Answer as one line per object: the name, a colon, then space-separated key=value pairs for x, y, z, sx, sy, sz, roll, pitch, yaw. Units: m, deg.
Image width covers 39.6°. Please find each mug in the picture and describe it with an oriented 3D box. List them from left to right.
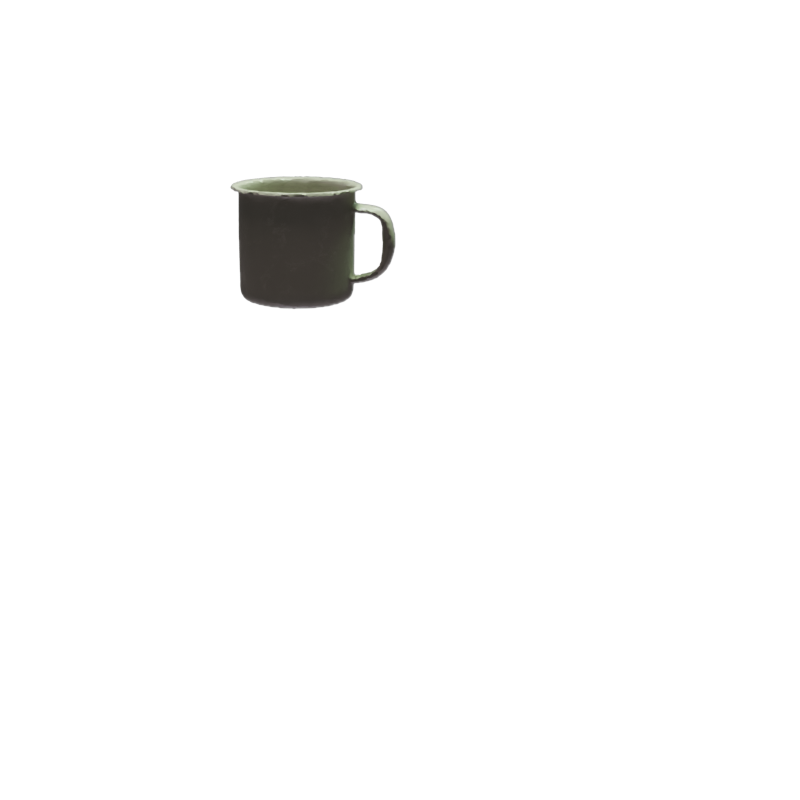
mug: x=-0.061 y=-0.112 z=0.783 sx=0.119 sy=0.079 sz=0.095 roll=3 pitch=15 yaw=10
